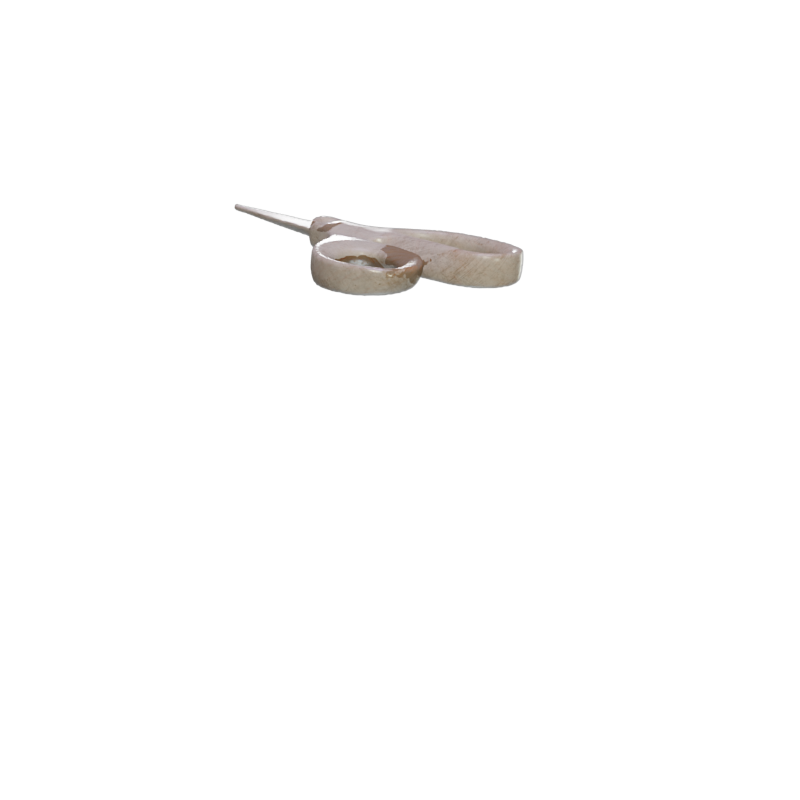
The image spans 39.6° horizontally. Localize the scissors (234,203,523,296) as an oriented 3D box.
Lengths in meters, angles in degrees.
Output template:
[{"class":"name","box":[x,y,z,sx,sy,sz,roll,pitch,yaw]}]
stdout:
[{"class":"scissors","box":[-0.040,-0.073,0.509,0.213,0.015,0.094,16,24,40]}]
